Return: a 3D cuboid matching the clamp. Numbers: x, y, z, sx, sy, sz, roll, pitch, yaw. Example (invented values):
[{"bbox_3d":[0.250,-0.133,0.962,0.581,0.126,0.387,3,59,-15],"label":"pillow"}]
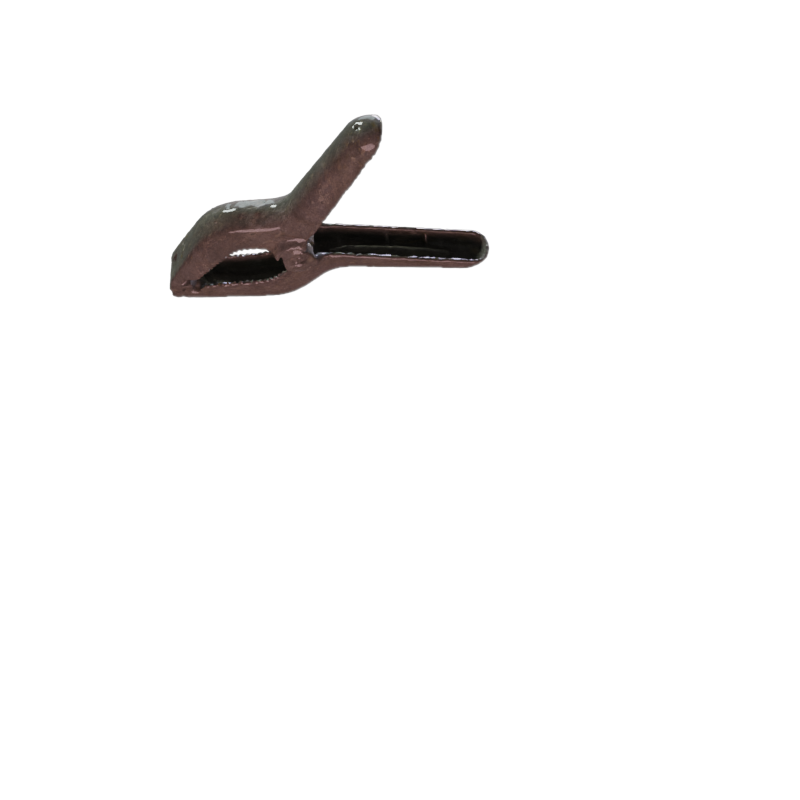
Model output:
[{"bbox_3d":[-0.057,-0.103,0.725,0.212,0.039,0.153,-18,-32,31],"label":"clamp"}]
